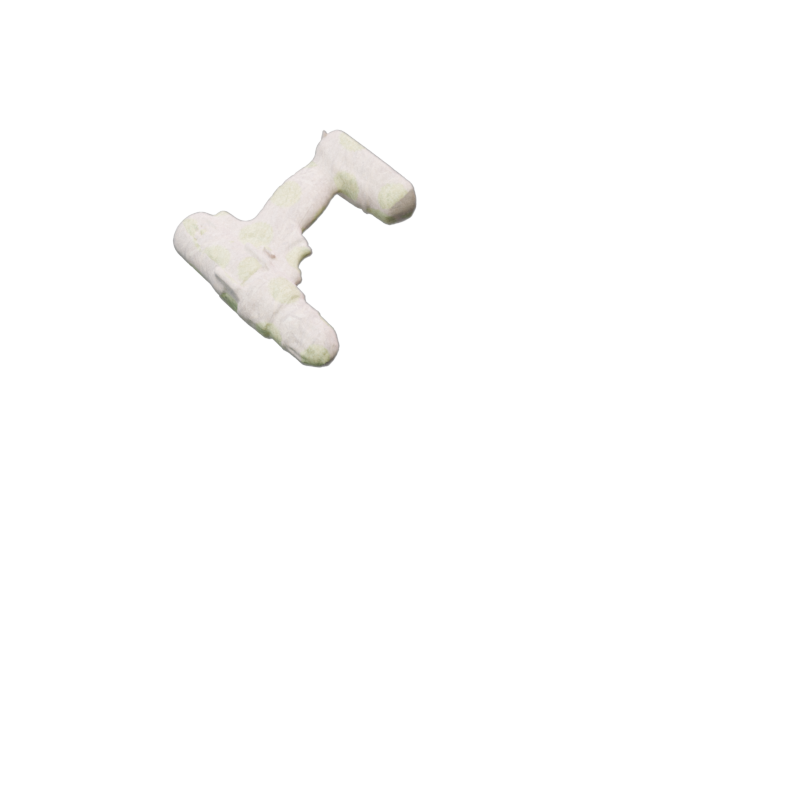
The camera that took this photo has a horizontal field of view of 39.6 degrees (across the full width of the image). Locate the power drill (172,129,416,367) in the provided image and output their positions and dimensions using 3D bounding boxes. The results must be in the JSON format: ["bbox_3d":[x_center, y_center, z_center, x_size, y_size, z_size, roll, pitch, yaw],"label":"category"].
[{"bbox_3d":[-0.075,-0.137,0.958,0.194,0.190,0.054,41,-23,21],"label":"power drill"}]
